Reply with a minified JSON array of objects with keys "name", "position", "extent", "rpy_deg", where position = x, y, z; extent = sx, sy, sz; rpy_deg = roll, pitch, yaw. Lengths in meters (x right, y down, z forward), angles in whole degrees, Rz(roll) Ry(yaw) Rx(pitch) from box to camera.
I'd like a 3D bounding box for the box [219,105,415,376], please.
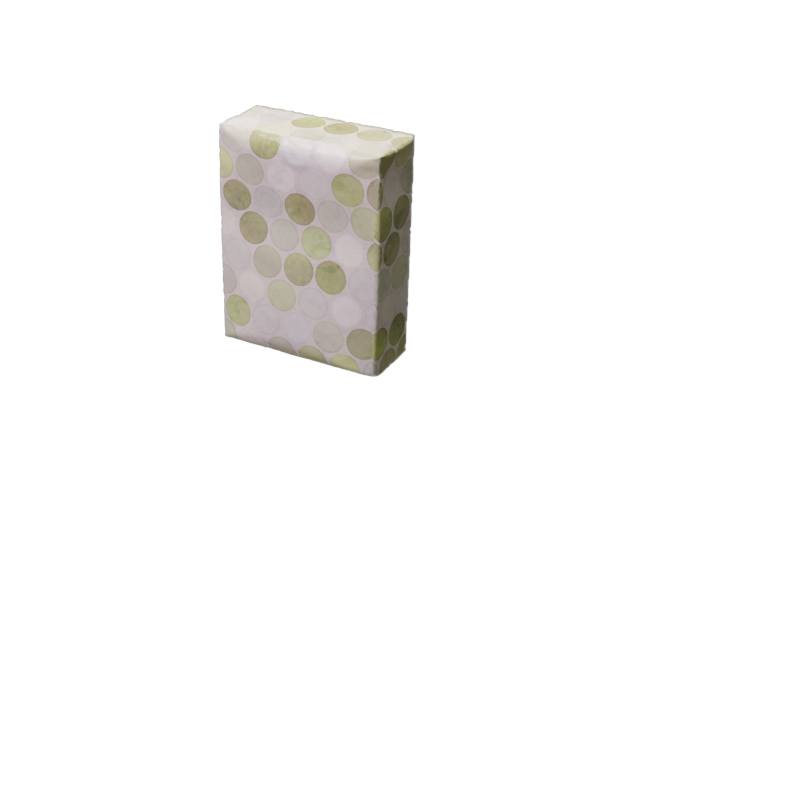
[{"name":"box","position":[-0.078,-0.142,0.991],"extent":[0.171,0.202,0.073],"rpy_deg":[16,30,25]}]
